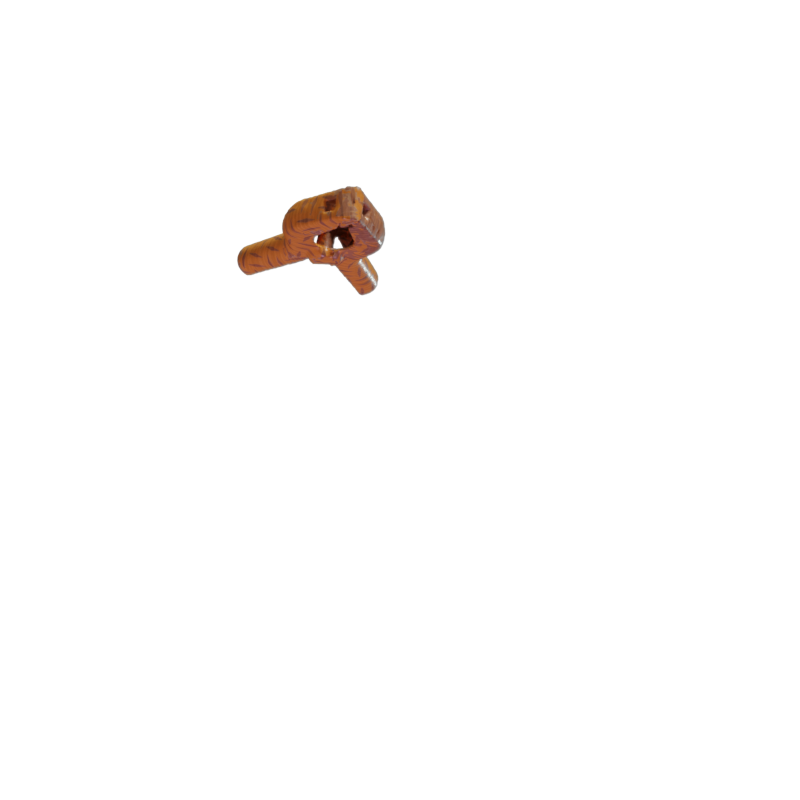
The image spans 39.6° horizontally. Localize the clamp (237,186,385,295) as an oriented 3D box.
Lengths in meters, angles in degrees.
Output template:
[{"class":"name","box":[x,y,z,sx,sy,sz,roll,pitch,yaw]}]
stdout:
[{"class":"clamp","box":[-0.069,-0.125,0.878,0.119,0.041,0.165,2,-17,-6]}]
